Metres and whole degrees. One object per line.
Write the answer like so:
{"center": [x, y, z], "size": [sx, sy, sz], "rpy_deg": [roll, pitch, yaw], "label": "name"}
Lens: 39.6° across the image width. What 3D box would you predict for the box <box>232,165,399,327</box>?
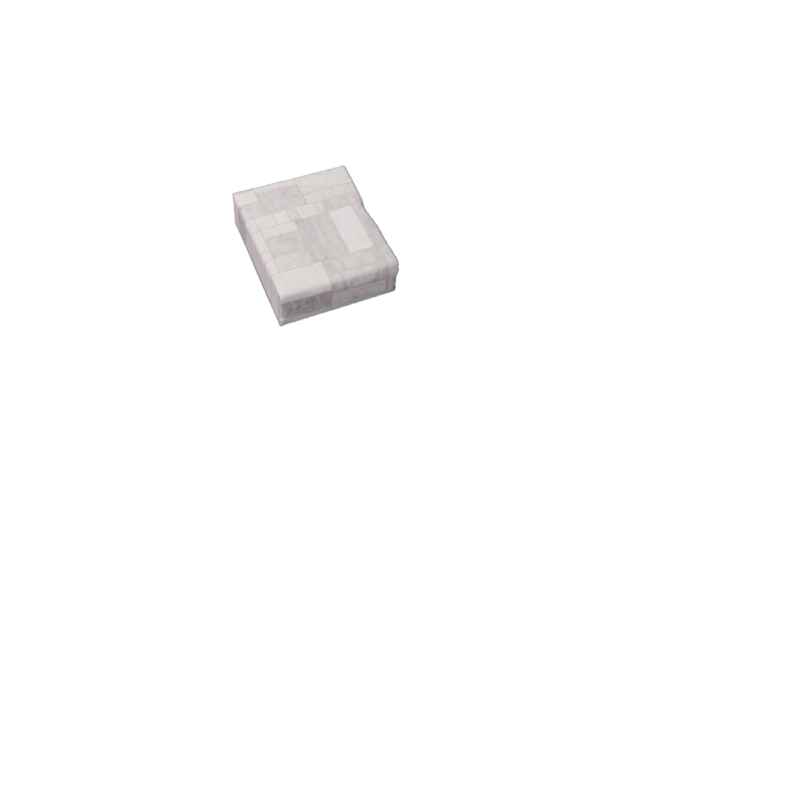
{"center": [-0.051, -0.093, 0.654], "size": [0.072, 0.096, 0.028], "rpy_deg": [-17, -37, -14], "label": "box"}
